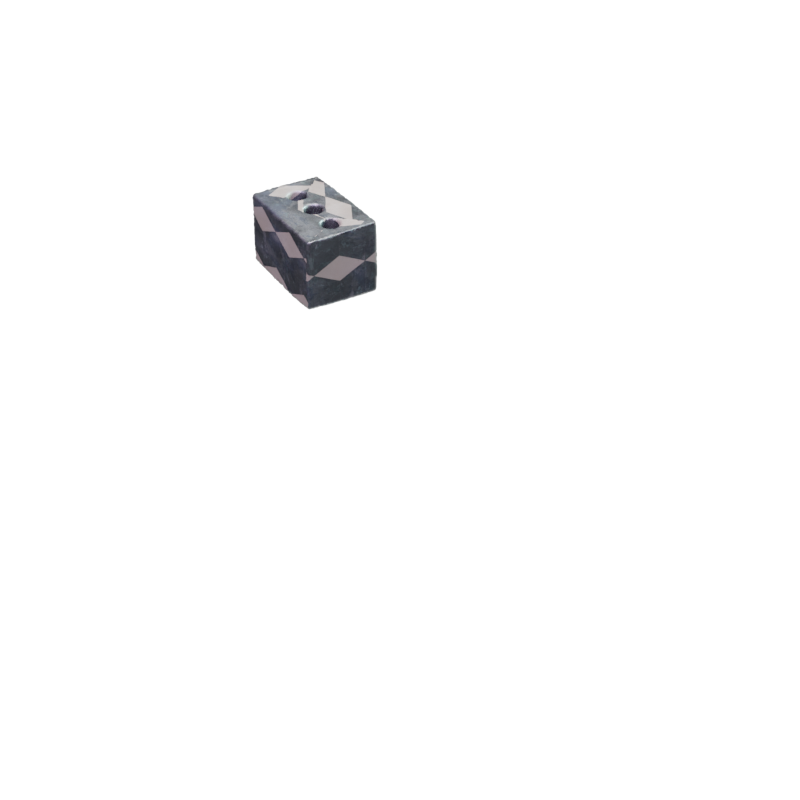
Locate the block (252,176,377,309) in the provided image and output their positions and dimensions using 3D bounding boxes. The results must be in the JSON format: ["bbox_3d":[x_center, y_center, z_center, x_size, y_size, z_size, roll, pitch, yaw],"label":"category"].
[{"bbox_3d":[-0.057,-0.105,0.733,0.052,0.048,0.084,-19,39,-27],"label":"block"}]
